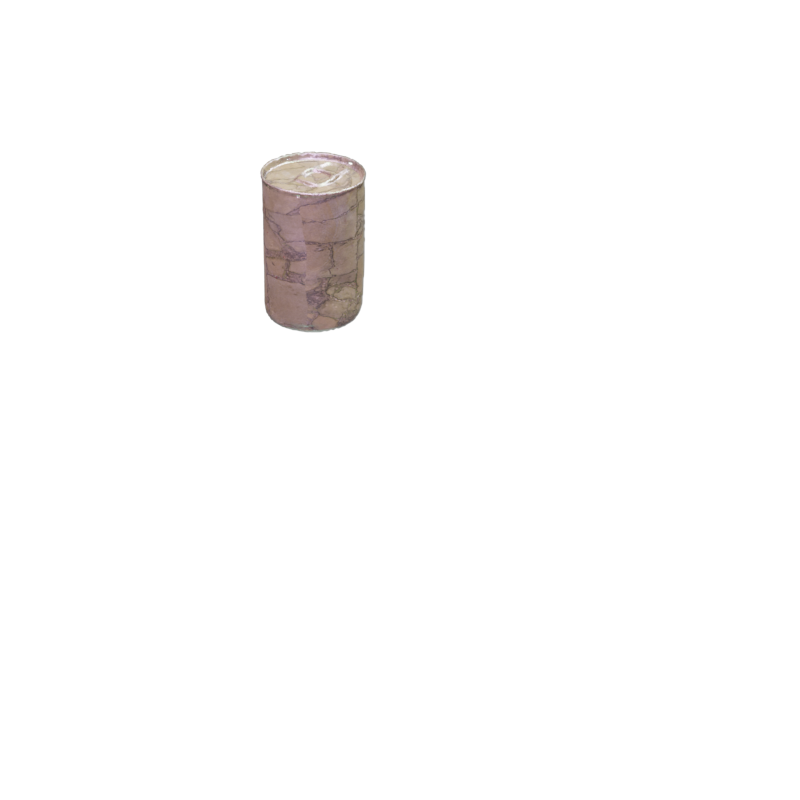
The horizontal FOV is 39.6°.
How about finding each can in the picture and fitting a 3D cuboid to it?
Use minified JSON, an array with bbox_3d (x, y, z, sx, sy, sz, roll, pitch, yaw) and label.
[{"bbox_3d":[-0.058,-0.105,0.735,0.068,0.096,0.073,0,30,-3],"label":"can"}]
